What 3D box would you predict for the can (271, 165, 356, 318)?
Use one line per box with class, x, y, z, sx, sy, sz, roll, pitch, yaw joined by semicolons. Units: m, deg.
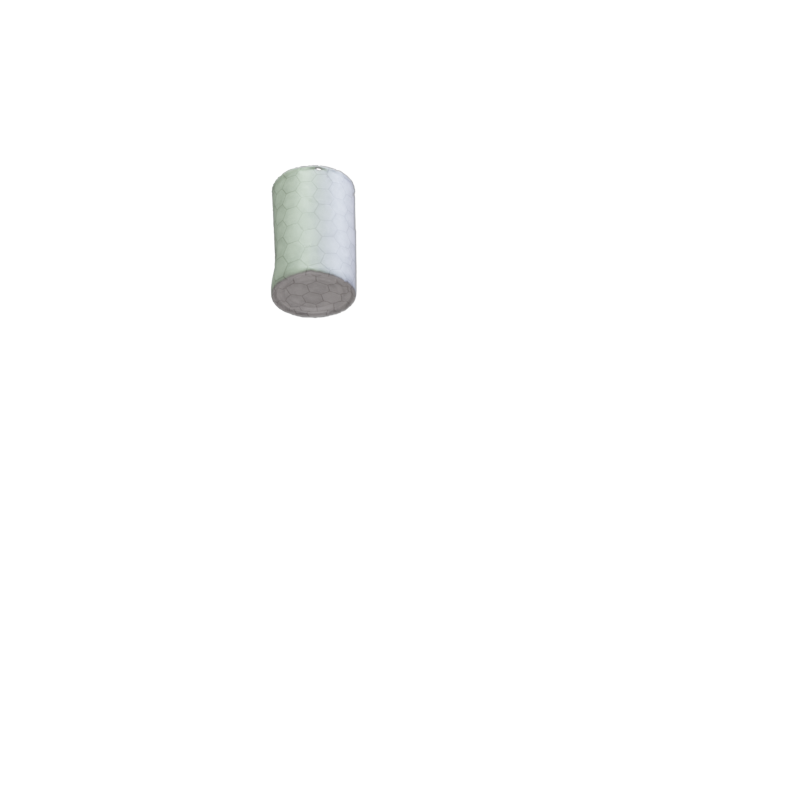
can;-0.068;-0.125;0.874;0.068;0.109;0.064;-1;-31;-2
